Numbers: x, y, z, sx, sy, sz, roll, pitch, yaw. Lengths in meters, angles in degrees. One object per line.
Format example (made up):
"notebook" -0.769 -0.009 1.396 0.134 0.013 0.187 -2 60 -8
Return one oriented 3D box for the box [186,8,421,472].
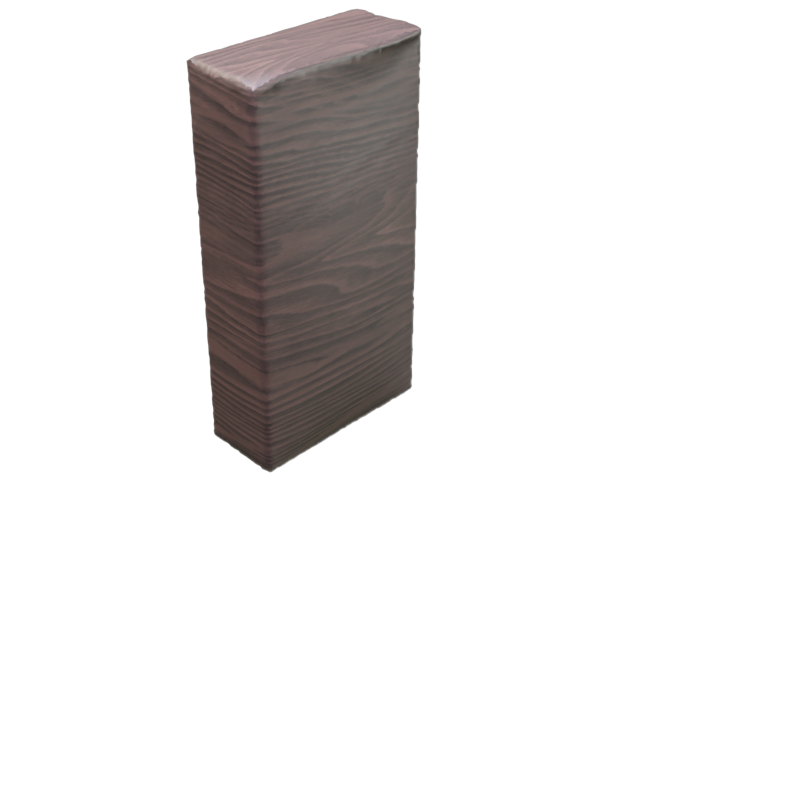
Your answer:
"box" -0.036 -0.066 0.467 0.051 0.165 0.093 29 42 34
